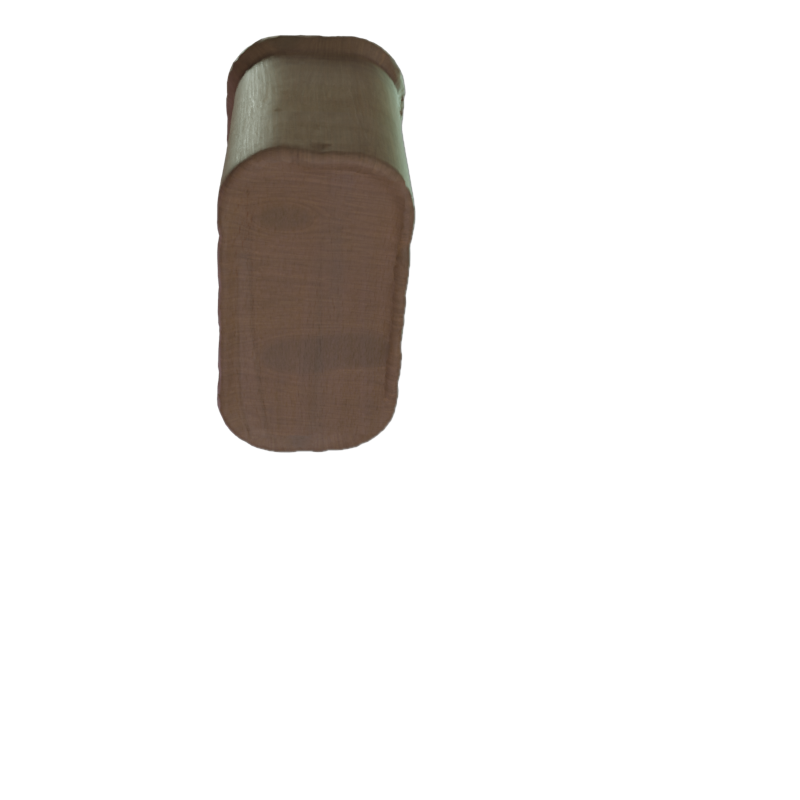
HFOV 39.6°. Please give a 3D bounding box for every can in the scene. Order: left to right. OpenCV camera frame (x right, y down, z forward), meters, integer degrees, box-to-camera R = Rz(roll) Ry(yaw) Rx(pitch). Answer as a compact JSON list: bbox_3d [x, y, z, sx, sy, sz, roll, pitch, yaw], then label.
[{"bbox_3d":[-0.026,-0.048,0.335,0.057,0.096,0.089,1,33,-4],"label":"can"}]
